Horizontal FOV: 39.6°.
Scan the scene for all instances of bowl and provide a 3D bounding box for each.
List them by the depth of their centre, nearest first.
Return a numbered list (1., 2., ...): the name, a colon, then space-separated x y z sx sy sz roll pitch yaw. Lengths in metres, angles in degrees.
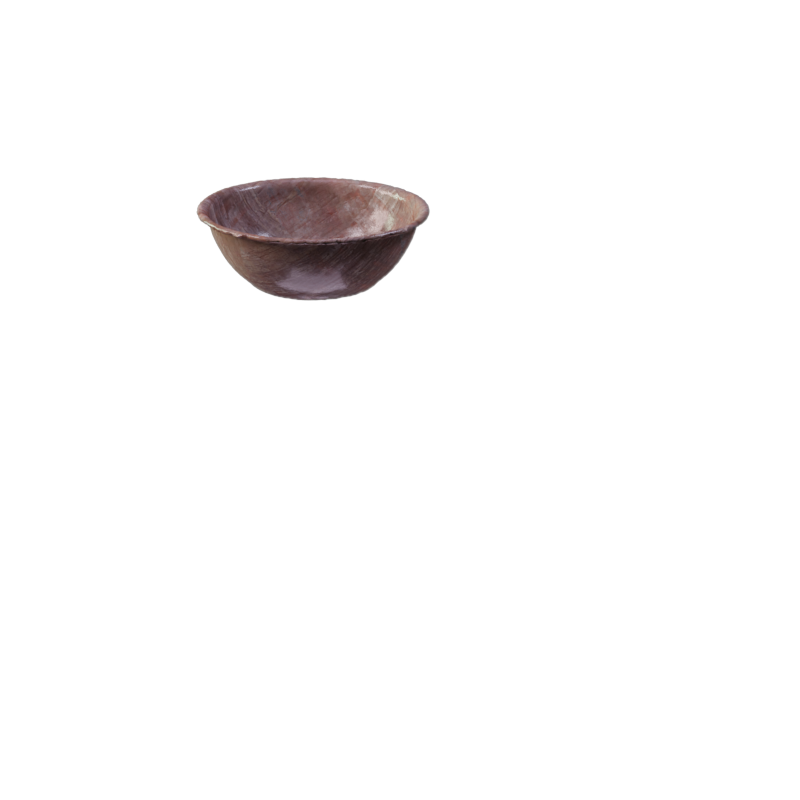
1. bowl: -0.061 -0.111 0.779 0.162 0.052 0.170 -1 25 -2
